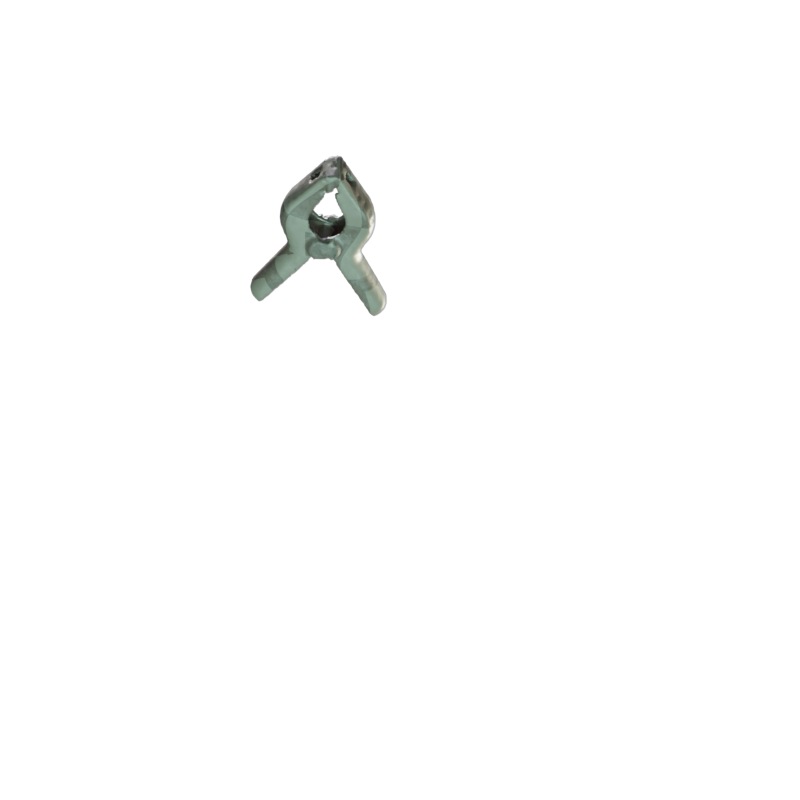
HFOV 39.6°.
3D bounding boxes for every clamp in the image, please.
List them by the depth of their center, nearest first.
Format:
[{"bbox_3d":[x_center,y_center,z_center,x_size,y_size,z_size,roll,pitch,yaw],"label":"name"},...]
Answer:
[{"bbox_3d":[-0.073,-0.134,0.938,0.120,0.042,0.159,-2,-44,1],"label":"clamp"}]
